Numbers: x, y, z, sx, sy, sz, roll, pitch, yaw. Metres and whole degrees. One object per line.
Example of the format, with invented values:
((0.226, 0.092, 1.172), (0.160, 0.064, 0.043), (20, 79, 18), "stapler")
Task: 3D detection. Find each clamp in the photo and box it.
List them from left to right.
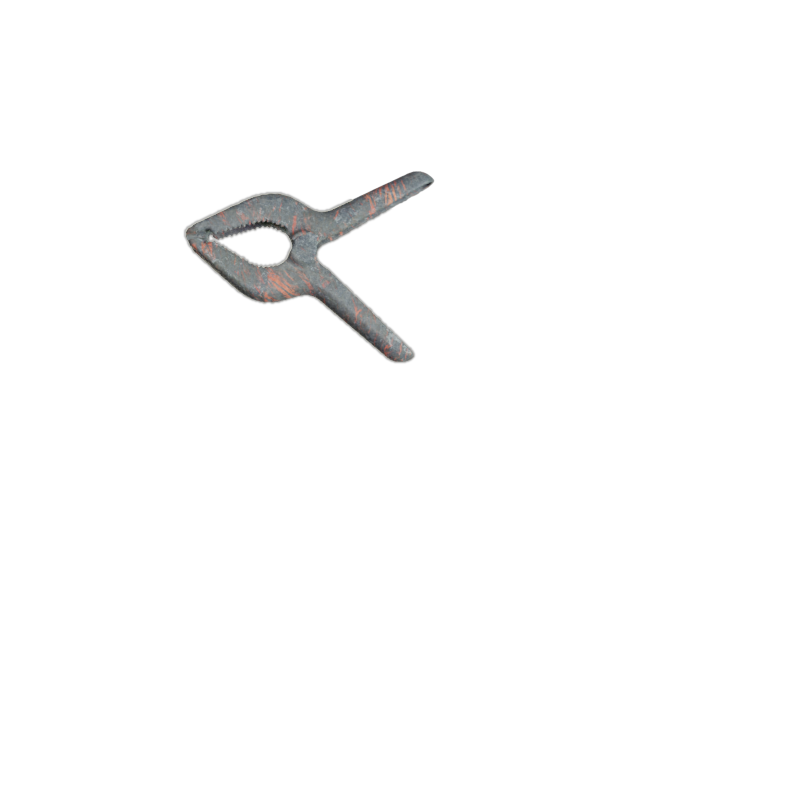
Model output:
((-0.073, -0.134, 0.937), (0.211, 0.169, 0.035), (14, -15, 4), "clamp")
